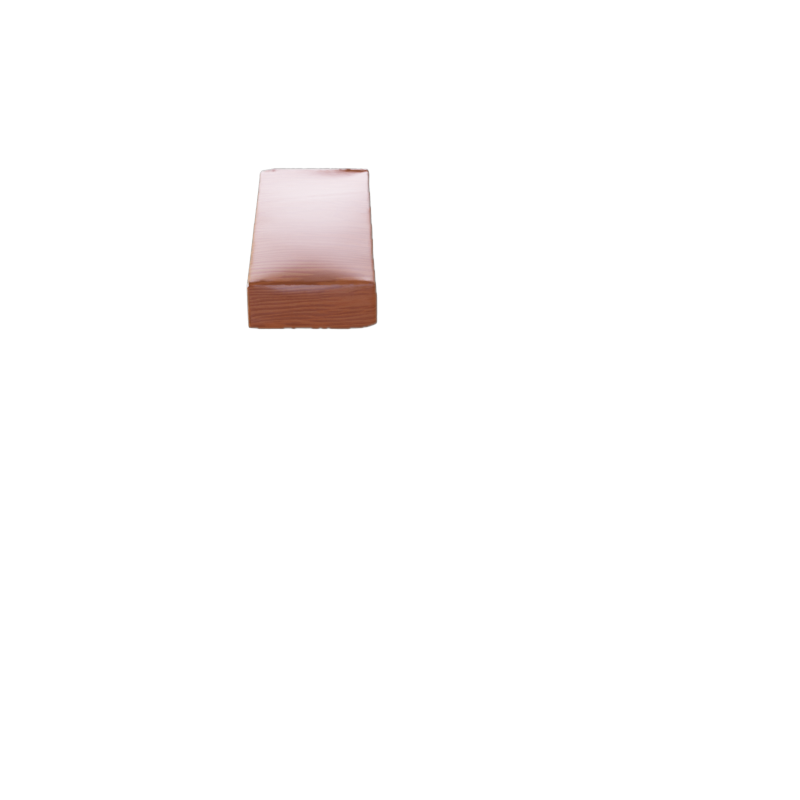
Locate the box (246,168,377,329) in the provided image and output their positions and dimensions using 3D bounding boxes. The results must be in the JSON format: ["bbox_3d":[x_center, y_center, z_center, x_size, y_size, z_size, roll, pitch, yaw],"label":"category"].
[{"bbox_3d":[-0.067,-0.122,0.853,0.093,0.045,0.189,-1,39,-2],"label":"box"}]
